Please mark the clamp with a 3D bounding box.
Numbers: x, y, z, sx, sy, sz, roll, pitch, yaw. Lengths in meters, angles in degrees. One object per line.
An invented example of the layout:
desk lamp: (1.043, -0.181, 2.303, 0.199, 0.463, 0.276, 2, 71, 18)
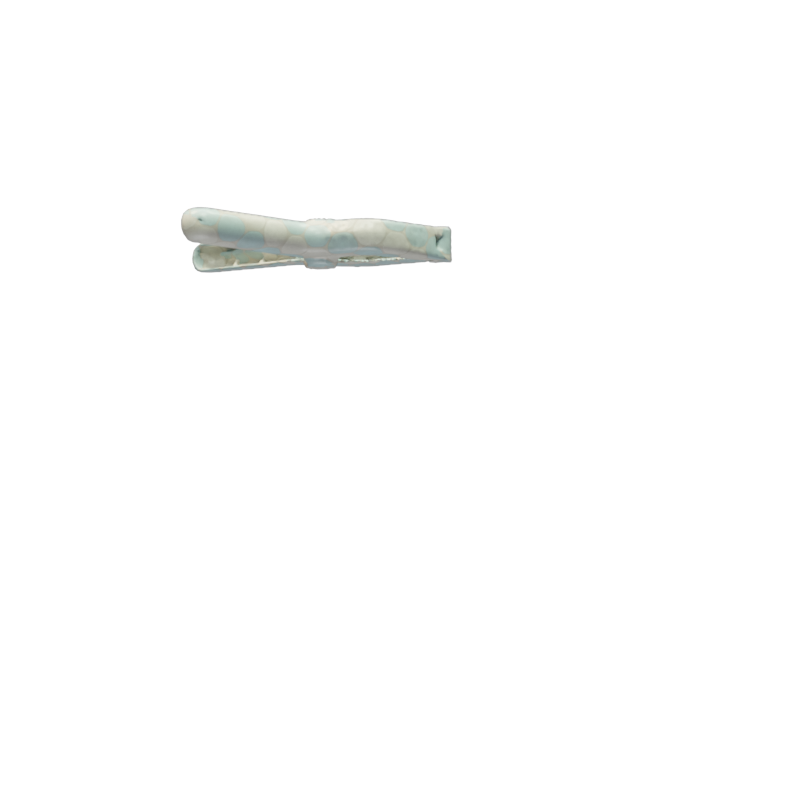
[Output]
clamp: (-0.066, -0.120, 0.838, 0.211, 0.037, 0.162, 0, -1, 2)
